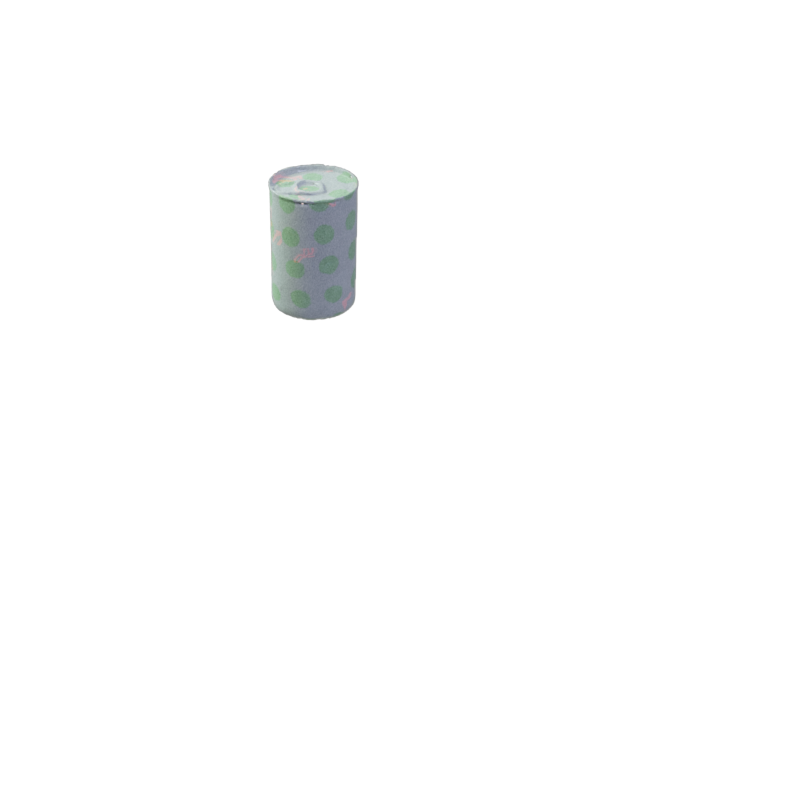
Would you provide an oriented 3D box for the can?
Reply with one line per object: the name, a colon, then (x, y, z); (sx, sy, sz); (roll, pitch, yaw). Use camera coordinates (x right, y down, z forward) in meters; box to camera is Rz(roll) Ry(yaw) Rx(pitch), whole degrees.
can: (-0.067, -0.121, 0.851); (0.068, 0.096, 0.073); (0, 31, -3)
